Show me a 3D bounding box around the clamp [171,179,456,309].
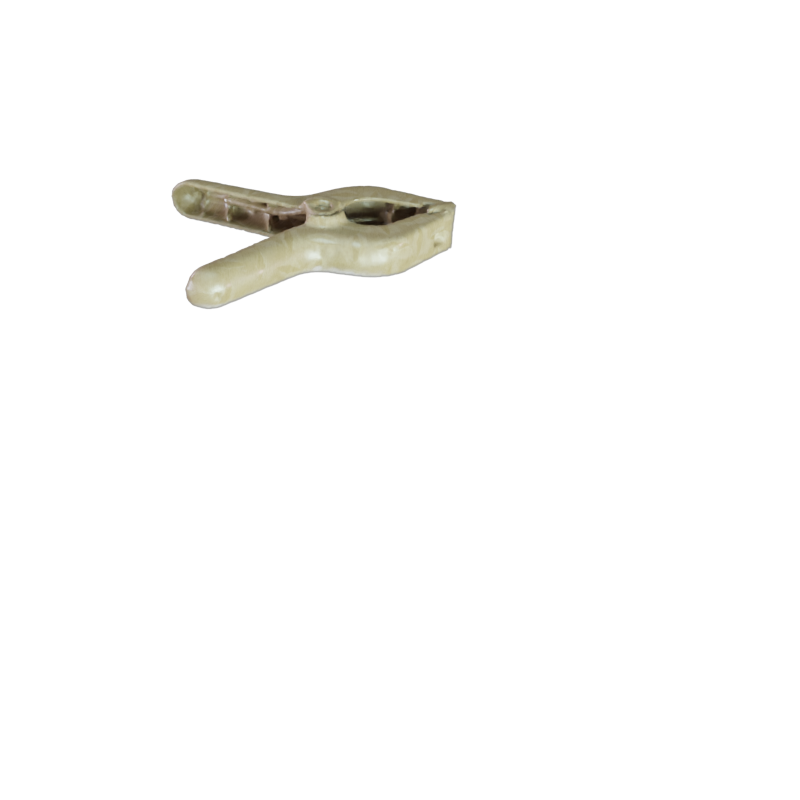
[{"bbox_3d":[-0.050,-0.092,0.642,0.171,0.037,0.129,-2,42,-2],"label":"clamp"}]
